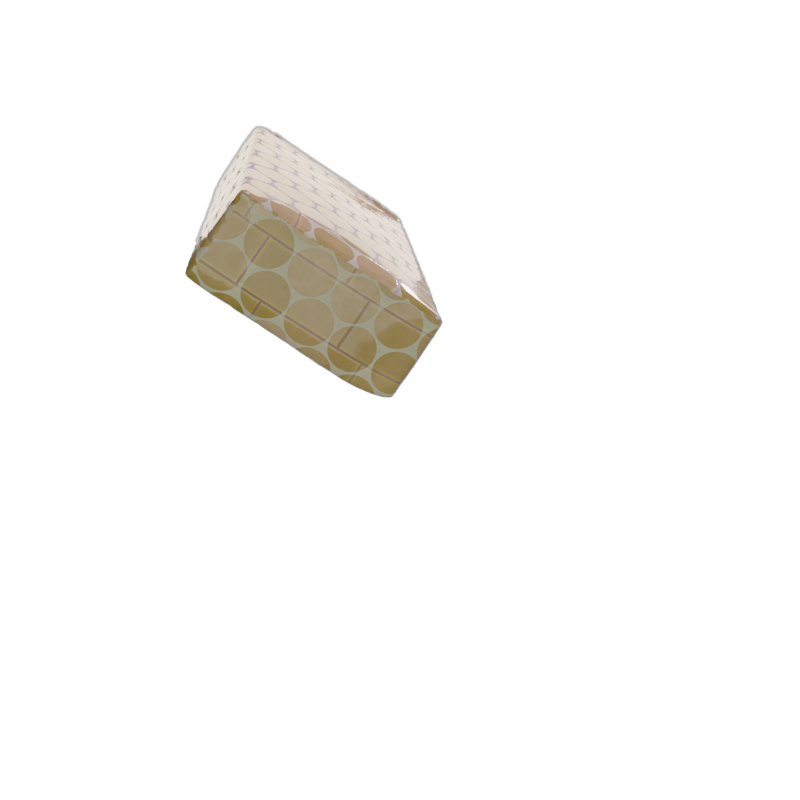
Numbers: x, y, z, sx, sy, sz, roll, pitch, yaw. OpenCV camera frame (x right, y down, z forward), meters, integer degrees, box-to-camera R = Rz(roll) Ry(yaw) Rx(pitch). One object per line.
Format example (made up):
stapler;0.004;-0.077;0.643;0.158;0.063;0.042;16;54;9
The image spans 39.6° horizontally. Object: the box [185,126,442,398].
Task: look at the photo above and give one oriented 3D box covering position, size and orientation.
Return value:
box;-0.038;-0.070;0.491;0.091;0.047;0.185;32;17;-15
